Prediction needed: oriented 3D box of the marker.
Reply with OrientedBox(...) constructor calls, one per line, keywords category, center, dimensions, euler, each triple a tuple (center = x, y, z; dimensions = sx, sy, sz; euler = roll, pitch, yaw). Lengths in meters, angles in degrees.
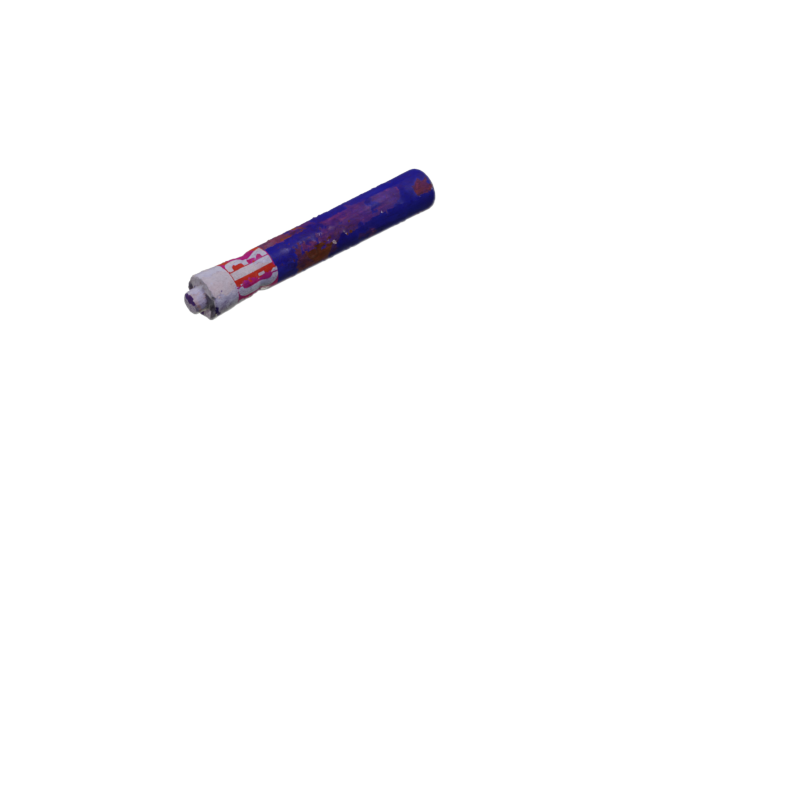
OrientedBox(category="marker", center=(-0.035, -0.064, 0.448), dimensions=(0.121, 0.019, 0.021), euler=(-32, 21, -30))
